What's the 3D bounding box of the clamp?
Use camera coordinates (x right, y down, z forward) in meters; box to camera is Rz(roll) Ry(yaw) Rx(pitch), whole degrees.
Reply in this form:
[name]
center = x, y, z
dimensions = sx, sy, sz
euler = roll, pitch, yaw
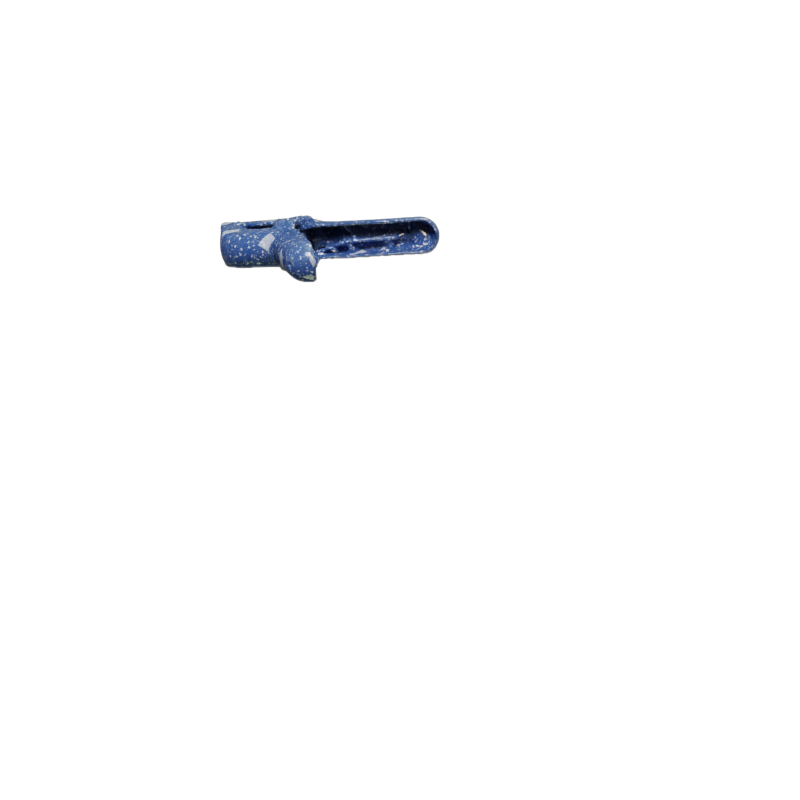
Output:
[clamp]
center = -0.060, -0.109, 0.762
dimensions = 0.117, 0.038, 0.181
euler = -9, 17, -32
